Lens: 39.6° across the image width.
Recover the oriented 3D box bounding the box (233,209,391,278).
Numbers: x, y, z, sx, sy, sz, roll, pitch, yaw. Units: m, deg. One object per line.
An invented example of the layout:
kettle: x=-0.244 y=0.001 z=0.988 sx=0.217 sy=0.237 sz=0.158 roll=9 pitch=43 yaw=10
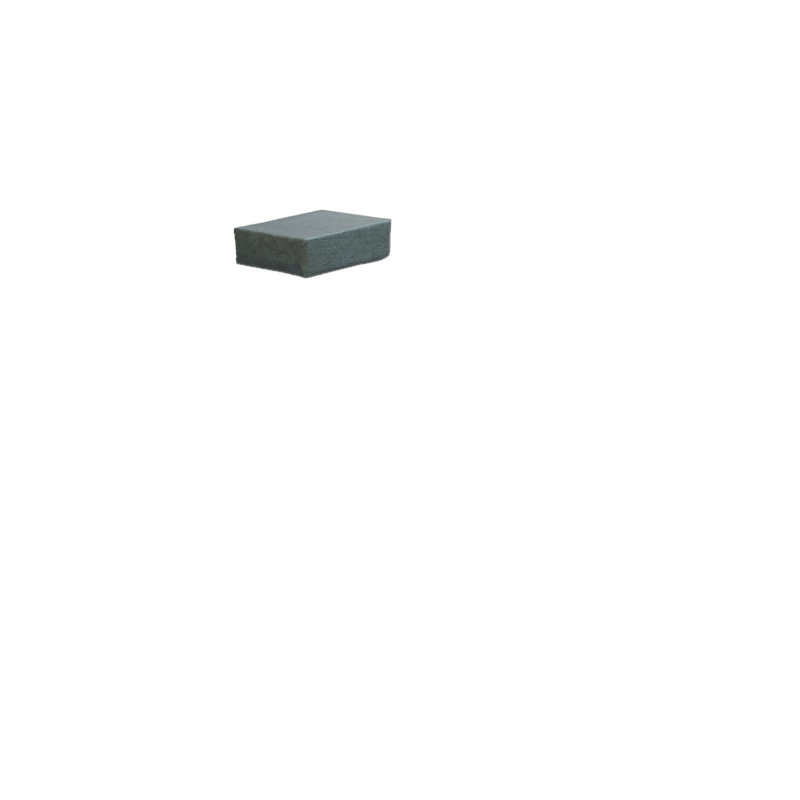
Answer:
box: x=-0.077 y=-0.140 z=0.980 sx=0.095 sy=0.038 sz=0.111 roll=16 pitch=24 yaw=40
